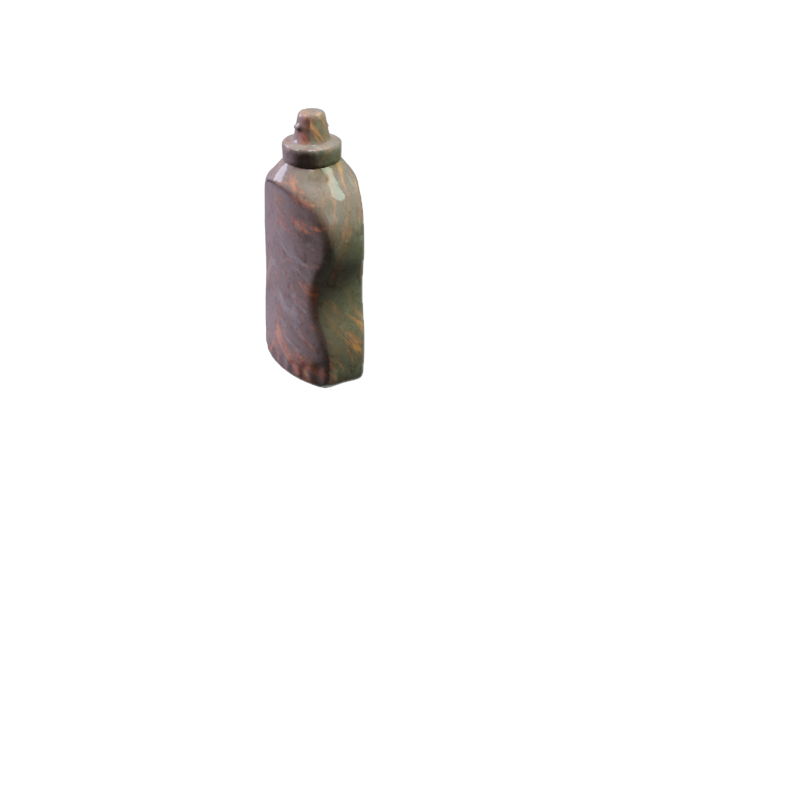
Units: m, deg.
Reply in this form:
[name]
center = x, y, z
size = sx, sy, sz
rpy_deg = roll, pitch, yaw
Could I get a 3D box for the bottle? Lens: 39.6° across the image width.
[bottle]
center = -0.062, -0.112, 0.782
size = 0.057, 0.181, 0.103
rpy_deg = -12, 30, -27
